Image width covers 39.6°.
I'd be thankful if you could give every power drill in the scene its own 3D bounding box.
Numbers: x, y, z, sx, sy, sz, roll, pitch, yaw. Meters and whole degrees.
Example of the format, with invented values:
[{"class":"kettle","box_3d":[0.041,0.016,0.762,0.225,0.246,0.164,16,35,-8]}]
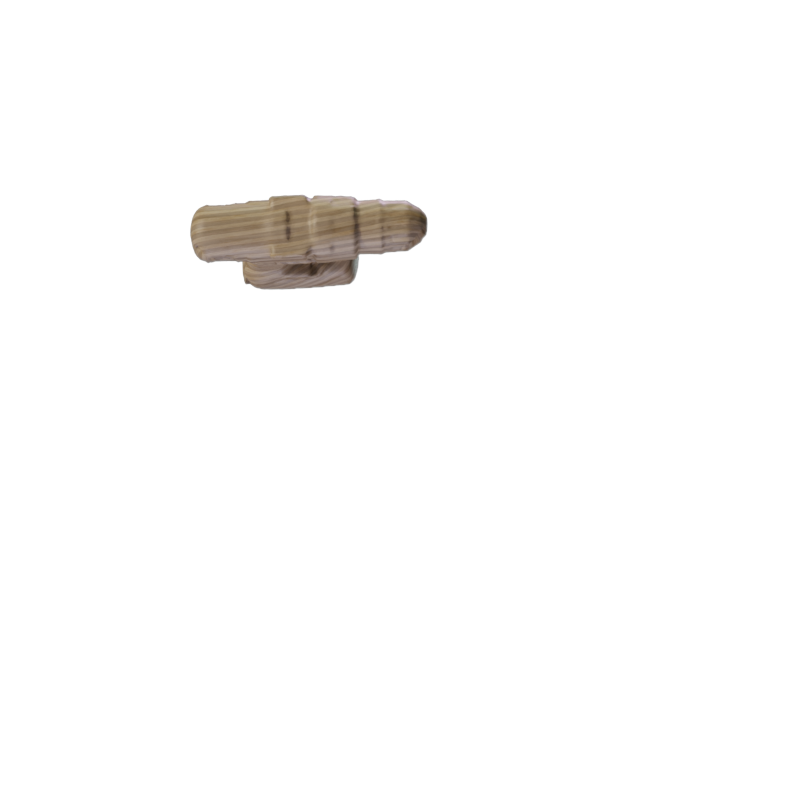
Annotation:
[{"class":"power drill","box_3d":[-0.073,-0.133,0.932,0.185,0.058,0.184,0,-3,1]}]
